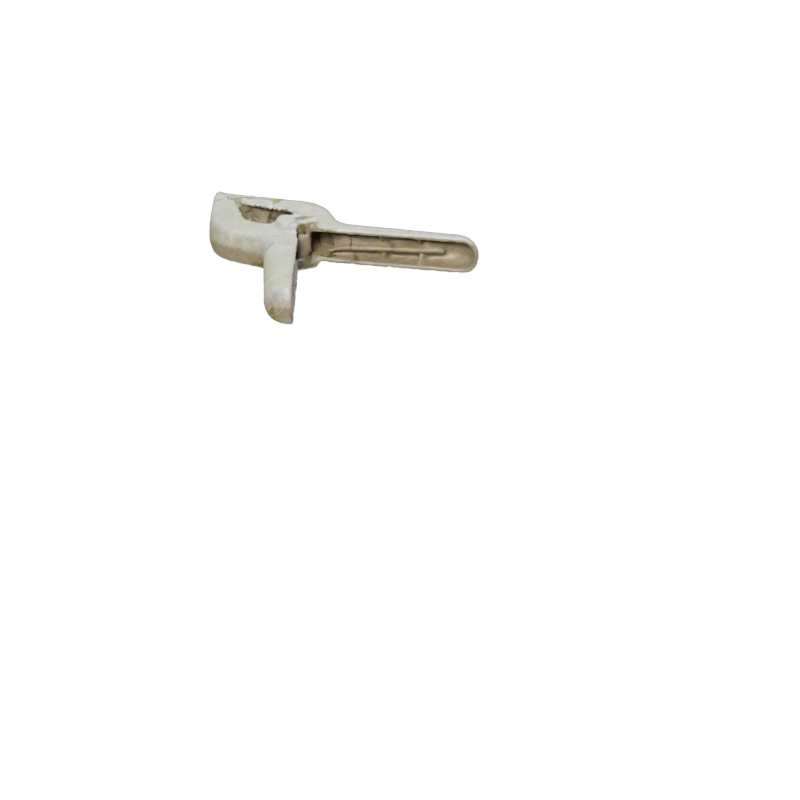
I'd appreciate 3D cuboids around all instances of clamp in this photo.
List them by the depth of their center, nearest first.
[{"bbox_3d":[-0.061,-0.111,0.776,0.161,0.035,0.225,-14,29,-28],"label":"clamp"}]
